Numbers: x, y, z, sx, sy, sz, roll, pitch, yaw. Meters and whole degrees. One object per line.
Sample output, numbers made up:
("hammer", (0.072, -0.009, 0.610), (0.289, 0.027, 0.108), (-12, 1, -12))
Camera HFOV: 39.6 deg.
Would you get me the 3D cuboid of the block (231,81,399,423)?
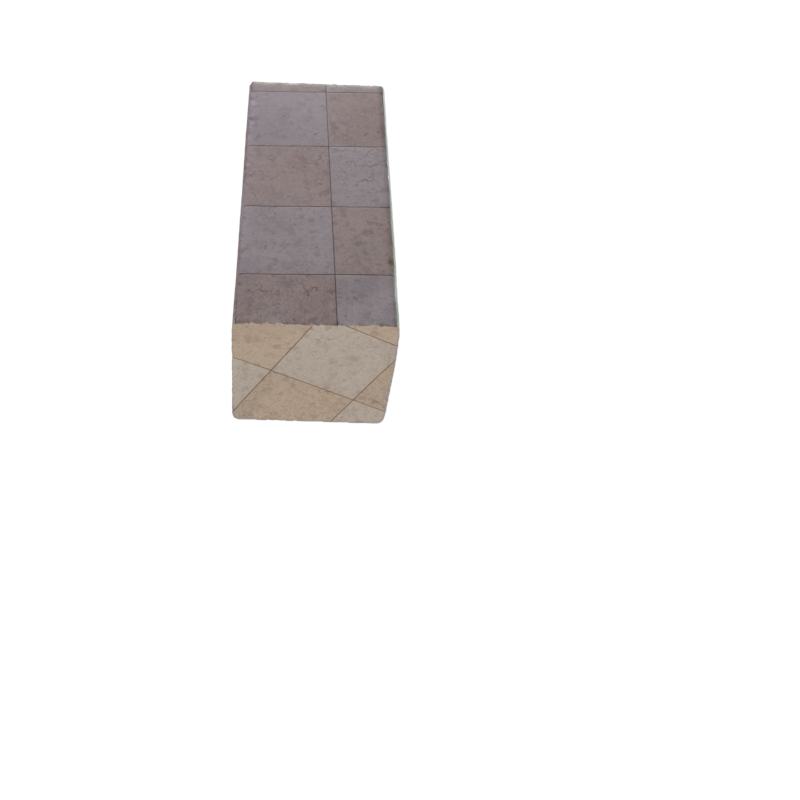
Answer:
("block", (-0.053, -0.097, 0.683), (0.090, 0.221, 0.084), (1, -40, -5))
